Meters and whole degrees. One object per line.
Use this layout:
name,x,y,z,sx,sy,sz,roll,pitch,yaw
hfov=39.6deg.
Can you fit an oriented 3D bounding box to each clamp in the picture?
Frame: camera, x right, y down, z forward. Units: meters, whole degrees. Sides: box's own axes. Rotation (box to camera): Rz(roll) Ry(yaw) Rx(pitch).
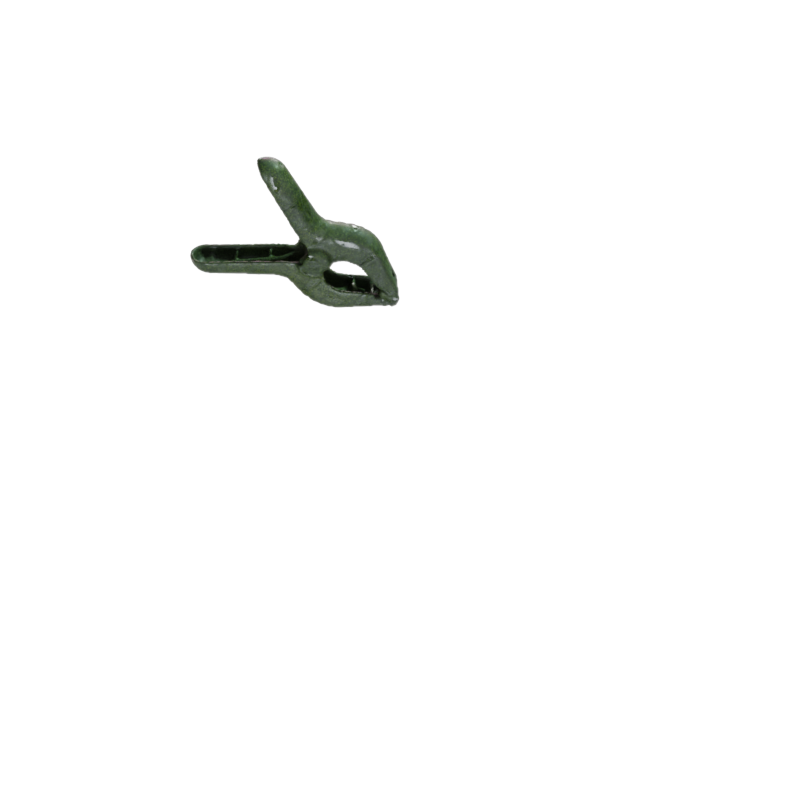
clamp,-0.069,-0.126,0.885,0.166,0.042,0.116,16,-43,-18
